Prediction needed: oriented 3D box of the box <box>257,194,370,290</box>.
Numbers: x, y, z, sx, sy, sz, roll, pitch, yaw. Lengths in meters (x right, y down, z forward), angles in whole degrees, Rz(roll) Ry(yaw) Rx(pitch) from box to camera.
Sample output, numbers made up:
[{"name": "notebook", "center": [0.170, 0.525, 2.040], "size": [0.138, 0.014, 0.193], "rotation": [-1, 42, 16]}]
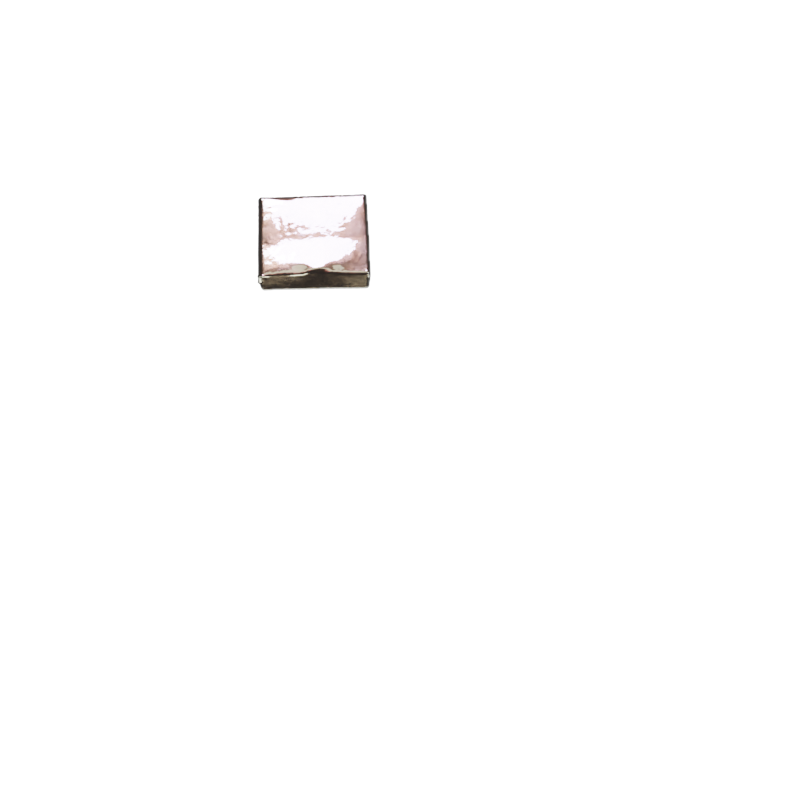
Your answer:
[{"name": "box", "center": [-0.070, -0.127, 0.892], "size": [0.089, 0.078, 0.028], "rotation": [-2, -27, -1]}]
